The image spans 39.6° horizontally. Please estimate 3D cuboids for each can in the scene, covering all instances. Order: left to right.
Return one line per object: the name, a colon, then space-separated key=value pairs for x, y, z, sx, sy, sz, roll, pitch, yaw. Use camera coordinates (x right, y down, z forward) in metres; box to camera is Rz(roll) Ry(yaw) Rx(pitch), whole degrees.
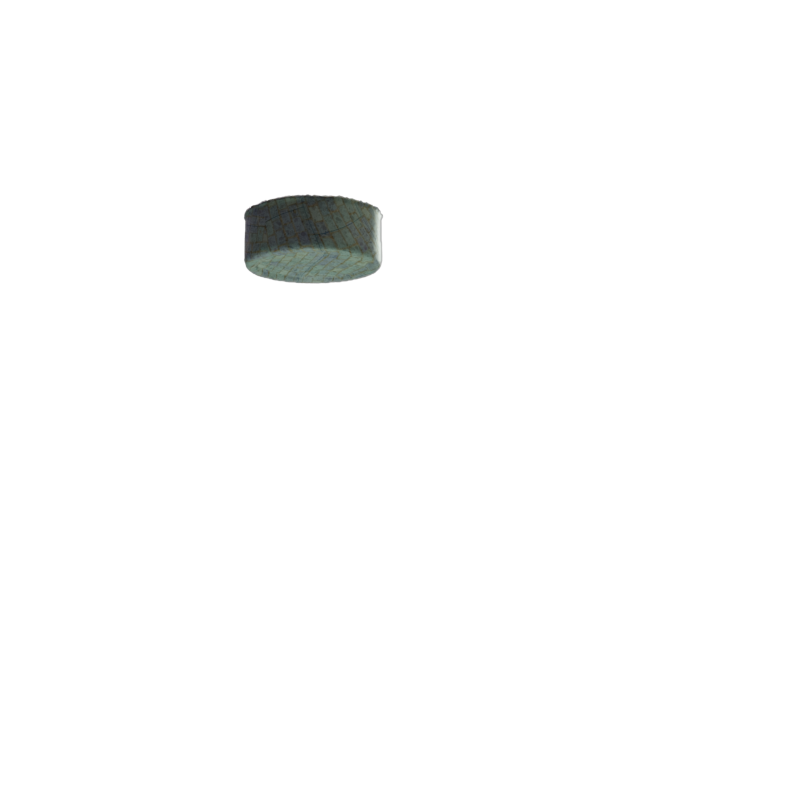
can: x=-0.053 y=-0.097 z=0.681 sx=0.086 sy=0.035 sz=0.083 roll=0 pitch=-9 yaw=-2
